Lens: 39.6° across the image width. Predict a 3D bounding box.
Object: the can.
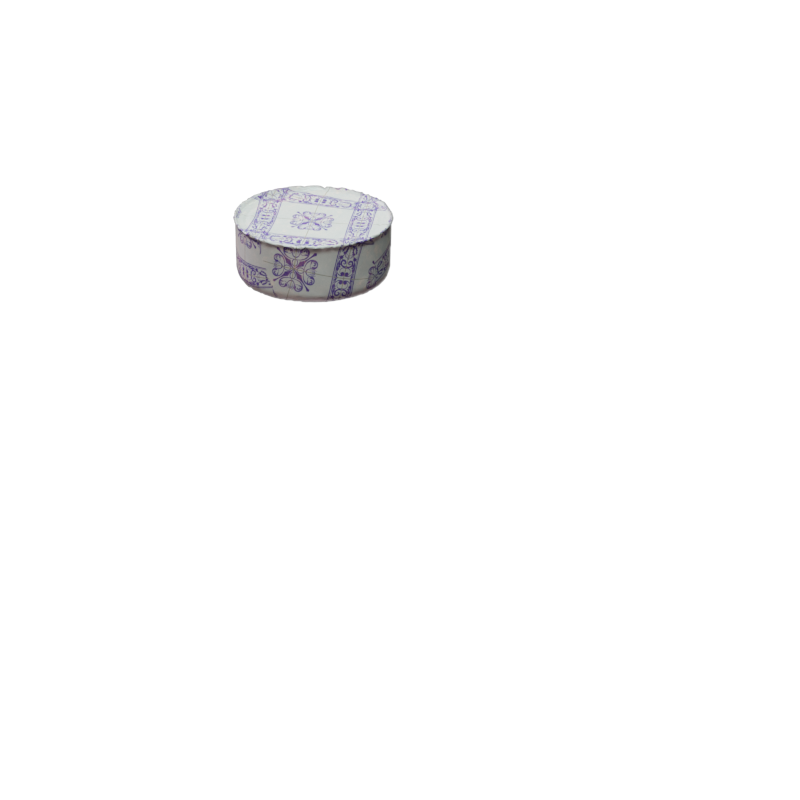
[{"bbox_3d":[-0.047,-0.086,0.602,0.086,0.032,0.091,-1,30,-2],"label":"can"}]
